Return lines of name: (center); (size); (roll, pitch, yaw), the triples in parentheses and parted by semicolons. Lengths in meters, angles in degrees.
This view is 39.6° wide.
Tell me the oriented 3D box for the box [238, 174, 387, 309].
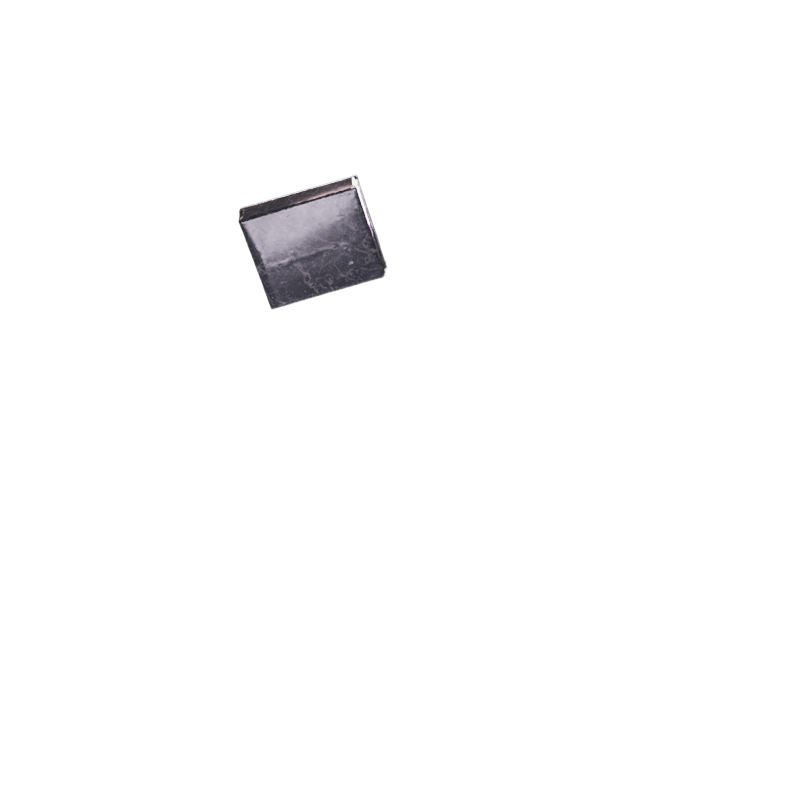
box: (-0.062, -0.113, 0.789); (0.090, 0.069, 0.032); (-16, 25, 7)
